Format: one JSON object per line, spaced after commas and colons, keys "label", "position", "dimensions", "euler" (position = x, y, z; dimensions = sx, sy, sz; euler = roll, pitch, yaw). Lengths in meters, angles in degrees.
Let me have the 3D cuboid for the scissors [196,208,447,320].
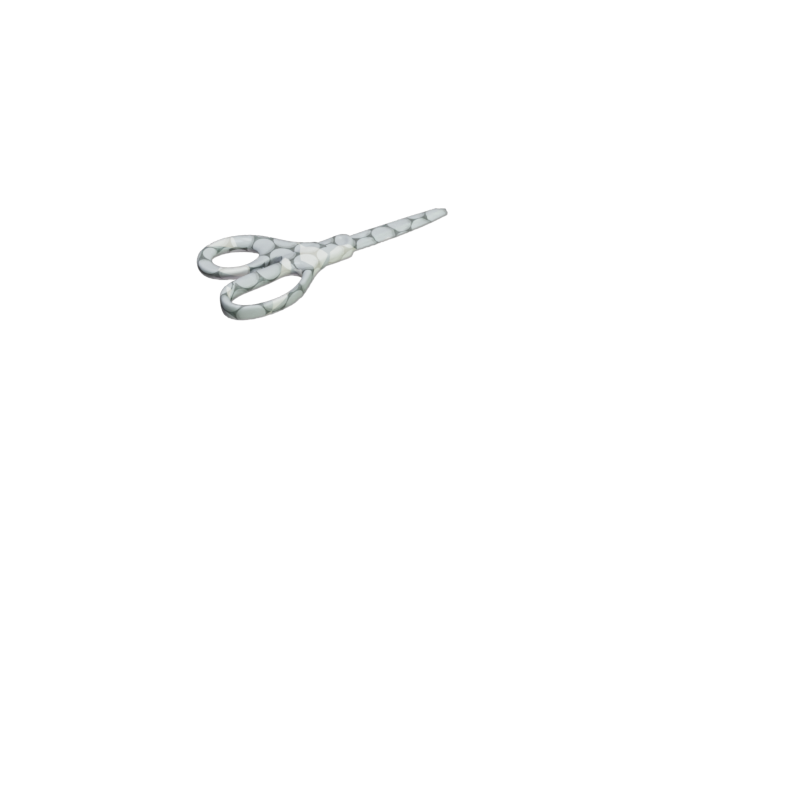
{"label": "scissors", "position": [-0.064, -0.116, 0.815], "dimensions": [0.102, 0.015, 0.203], "euler": [28, 47, 30]}
